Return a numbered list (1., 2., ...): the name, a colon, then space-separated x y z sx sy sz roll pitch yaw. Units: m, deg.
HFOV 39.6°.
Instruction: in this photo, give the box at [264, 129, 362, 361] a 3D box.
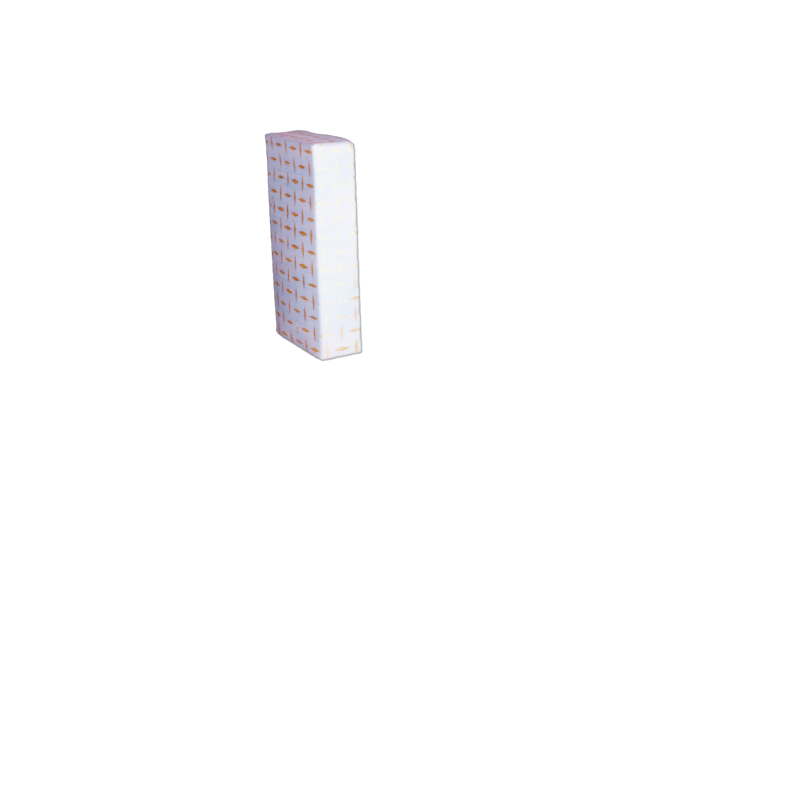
1. box: -0.071 -0.131 0.916 0.047 0.171 0.099 -6 16 -29
